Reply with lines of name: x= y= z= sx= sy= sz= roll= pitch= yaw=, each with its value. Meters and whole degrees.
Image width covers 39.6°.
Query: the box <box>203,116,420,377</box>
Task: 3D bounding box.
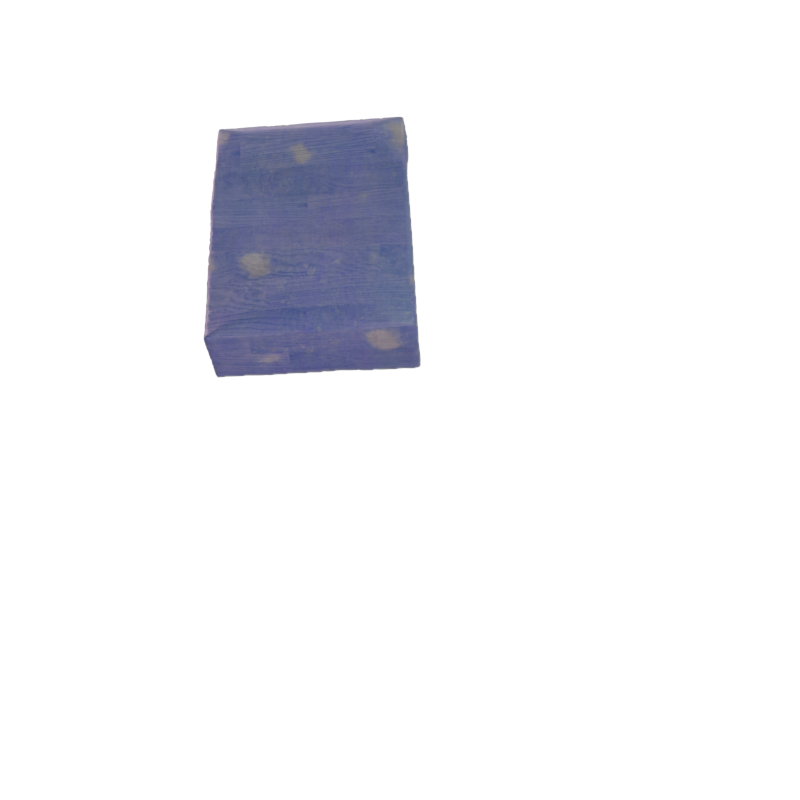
box: x=-0.071 y=-0.130 z=0.908 sx=0.165 sy=0.228 sz=0.067 roll=-4 pitch=-32 yaw=3
